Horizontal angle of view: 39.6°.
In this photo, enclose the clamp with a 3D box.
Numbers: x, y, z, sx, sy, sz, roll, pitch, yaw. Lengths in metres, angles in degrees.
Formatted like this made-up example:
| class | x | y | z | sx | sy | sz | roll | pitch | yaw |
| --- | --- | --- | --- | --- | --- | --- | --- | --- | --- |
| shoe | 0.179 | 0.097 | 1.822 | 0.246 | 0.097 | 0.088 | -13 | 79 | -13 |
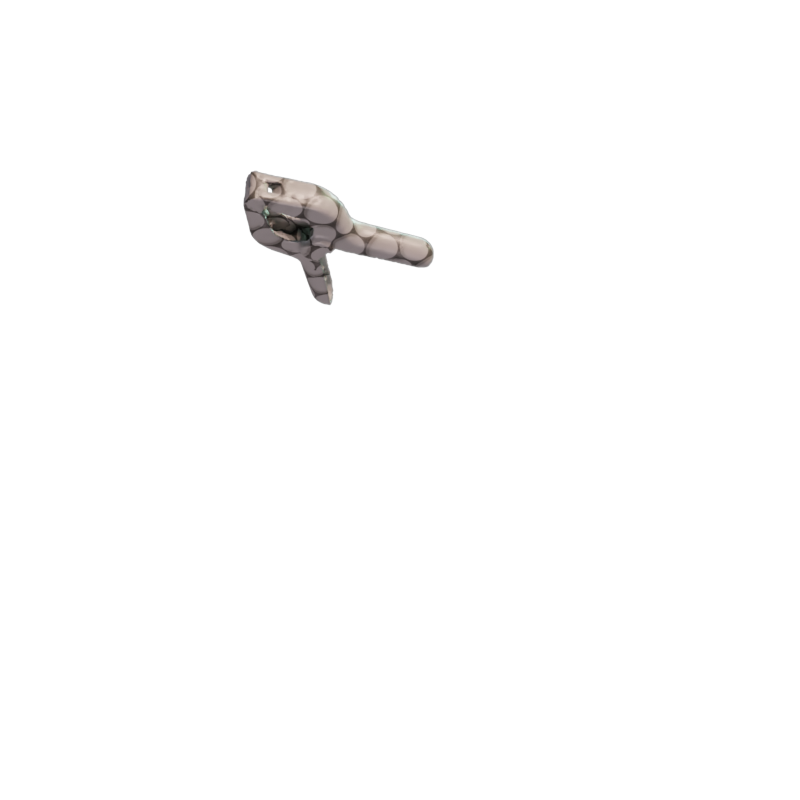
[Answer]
| class | x | y | z | sx | sy | sz | roll | pitch | yaw |
| --- | --- | --- | --- | --- | --- | --- | --- | --- | --- |
| clamp | -0.070 | -0.128 | 0.899 | 0.161 | 0.042 | 0.119 | 27 | -43 | -34 |
